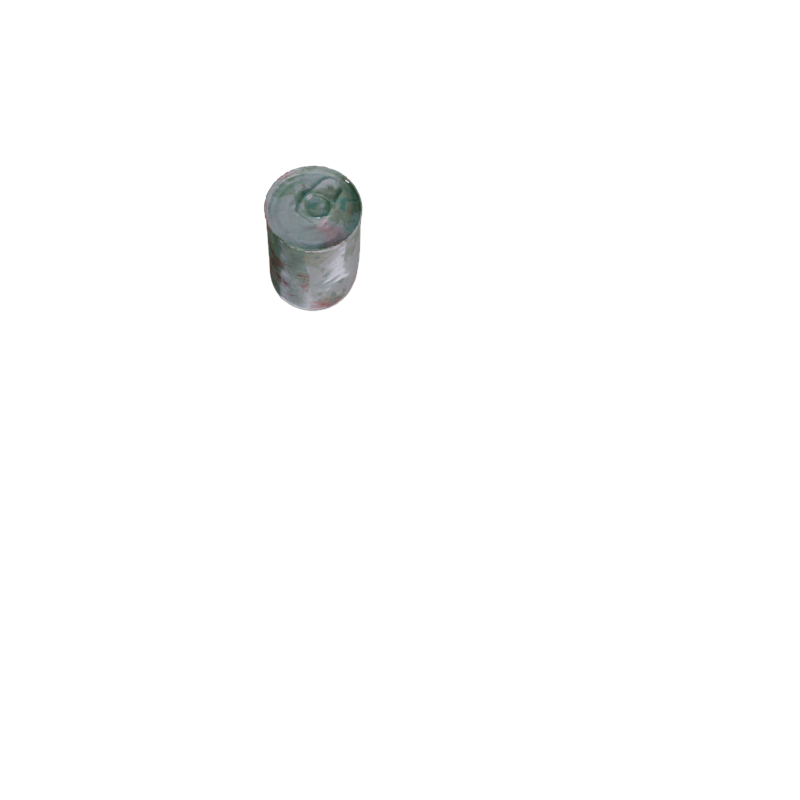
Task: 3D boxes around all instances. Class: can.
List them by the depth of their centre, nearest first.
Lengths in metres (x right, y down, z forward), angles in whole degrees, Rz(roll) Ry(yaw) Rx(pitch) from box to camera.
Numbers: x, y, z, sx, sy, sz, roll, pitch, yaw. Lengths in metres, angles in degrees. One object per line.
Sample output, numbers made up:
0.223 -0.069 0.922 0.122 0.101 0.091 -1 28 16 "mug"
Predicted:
-0.063 -0.115 0.806 0.068 0.072 0.097 0 -23 -3 "can"
